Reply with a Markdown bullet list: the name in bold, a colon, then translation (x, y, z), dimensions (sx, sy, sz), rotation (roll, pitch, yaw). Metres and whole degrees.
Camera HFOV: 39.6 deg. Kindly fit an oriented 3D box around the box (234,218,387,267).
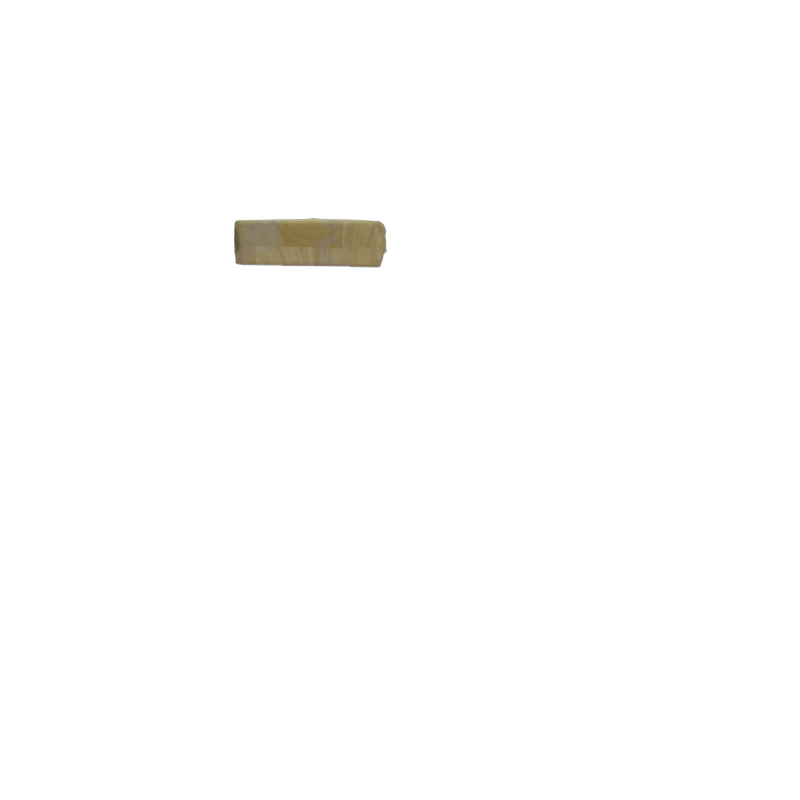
- **box**: translation (-0.054, -0.098, 0.688), dimensions (0.090, 0.030, 0.073), rotation (0, 7, 3)
